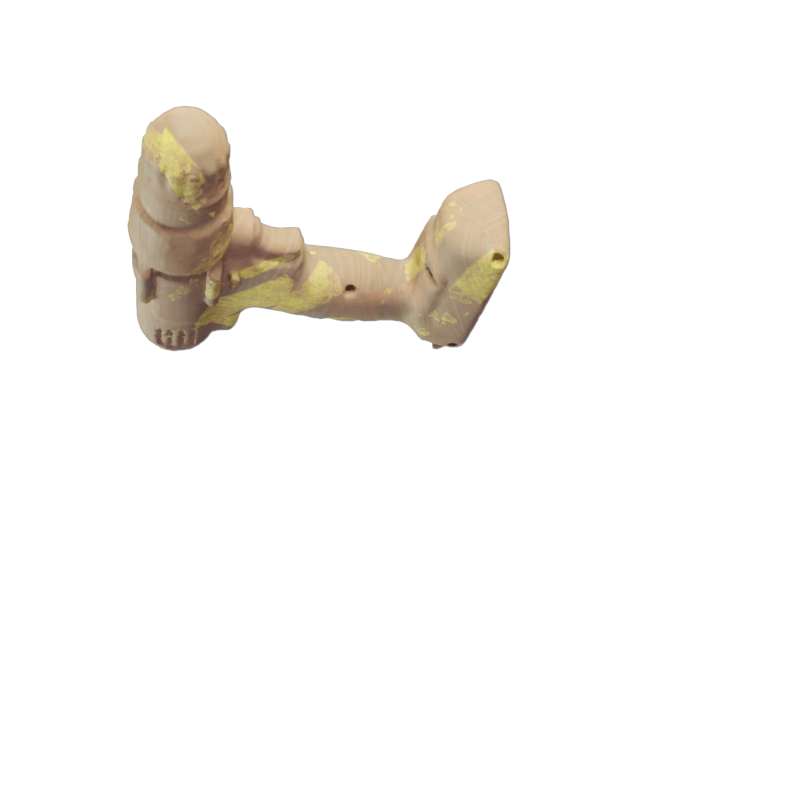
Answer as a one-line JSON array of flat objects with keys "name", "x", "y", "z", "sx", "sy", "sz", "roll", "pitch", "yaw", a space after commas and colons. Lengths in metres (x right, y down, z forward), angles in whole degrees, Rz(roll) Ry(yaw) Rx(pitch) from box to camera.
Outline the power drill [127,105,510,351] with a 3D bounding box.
[{"name": "power drill", "x": -0.044, "y": -0.081, "z": 0.567, "sx": 0.185, "sy": 0.061, "sz": 0.176, "roll": 4, "pitch": -26, "yaw": -9}]
